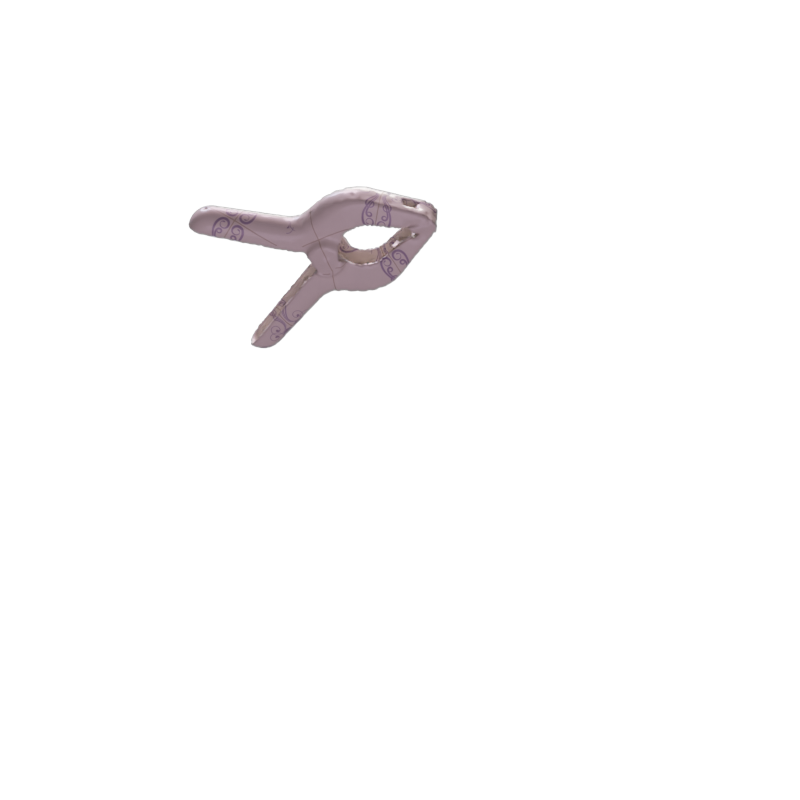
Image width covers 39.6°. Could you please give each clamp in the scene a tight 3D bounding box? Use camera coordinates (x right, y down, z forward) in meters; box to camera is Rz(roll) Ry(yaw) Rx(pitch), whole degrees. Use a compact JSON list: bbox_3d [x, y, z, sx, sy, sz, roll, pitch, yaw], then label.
[{"bbox_3d":[-0.061,-0.112,0.782,0.172,0.112,0.042,-25,33,17],"label":"clamp"}]
